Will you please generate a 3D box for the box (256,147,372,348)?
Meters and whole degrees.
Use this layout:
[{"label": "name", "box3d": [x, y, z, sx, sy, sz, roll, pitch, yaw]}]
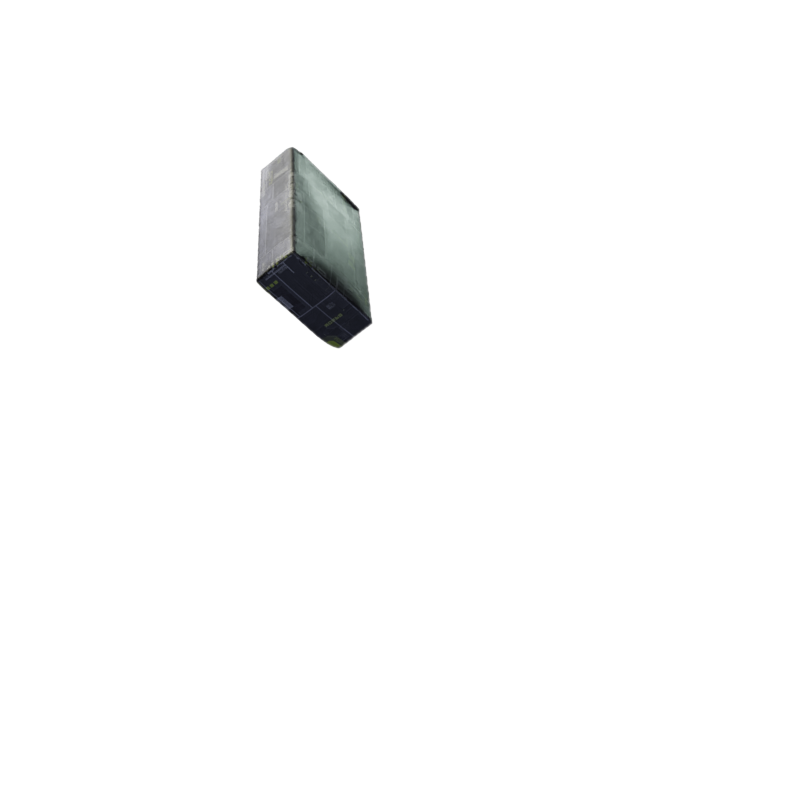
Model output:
[{"label": "box", "box3d": [-0.071, -0.130, 0.909, 0.048, 0.189, 0.088, -36, -58, 23]}]
